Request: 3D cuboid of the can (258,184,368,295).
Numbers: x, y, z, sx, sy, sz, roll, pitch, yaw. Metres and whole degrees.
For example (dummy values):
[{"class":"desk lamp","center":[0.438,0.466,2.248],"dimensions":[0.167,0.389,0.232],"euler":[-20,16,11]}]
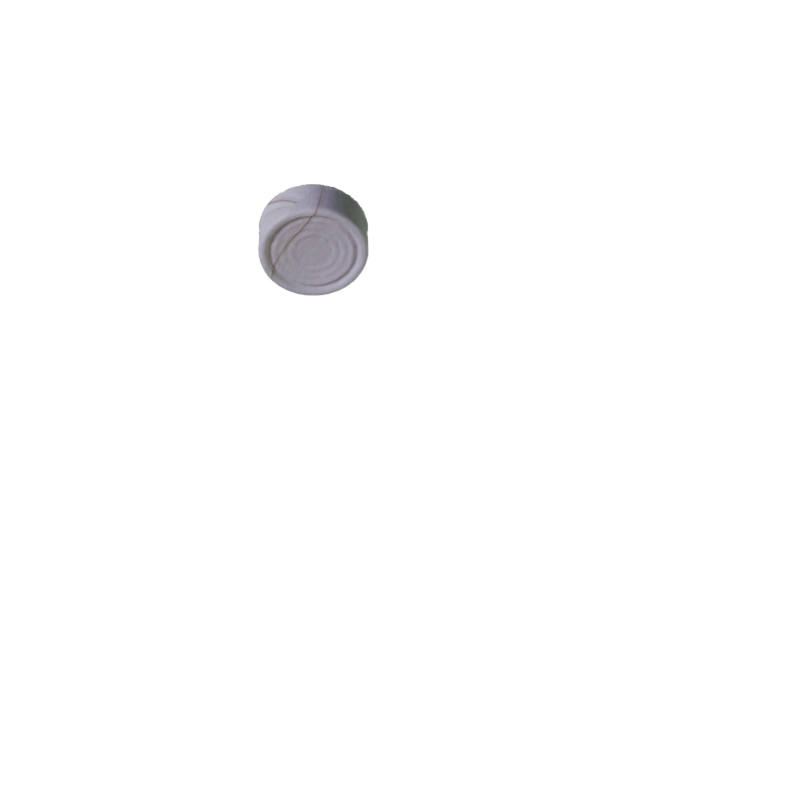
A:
[{"class":"can","center":[-0.067,-0.122,0.855],"dimensions":[0.086,0.080,0.036],"euler":[1,40,-1]}]
